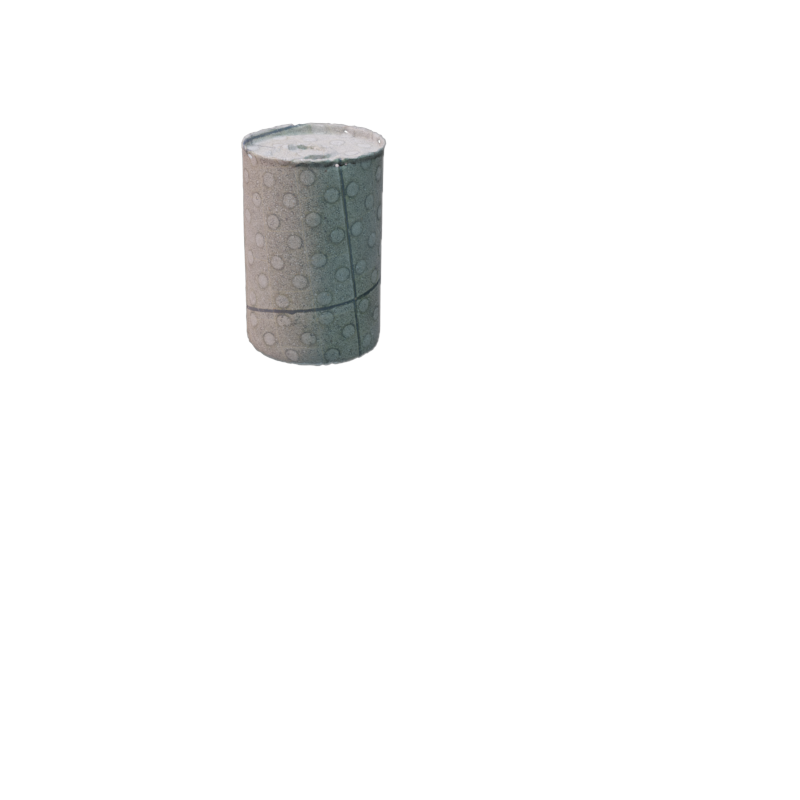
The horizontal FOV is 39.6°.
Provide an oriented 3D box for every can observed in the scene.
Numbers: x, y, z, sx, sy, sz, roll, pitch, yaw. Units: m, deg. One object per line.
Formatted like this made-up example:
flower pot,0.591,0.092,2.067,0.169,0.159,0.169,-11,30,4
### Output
can,-0.042,-0.077,0.536,0.068,0.097,0.072,0,23,-2
